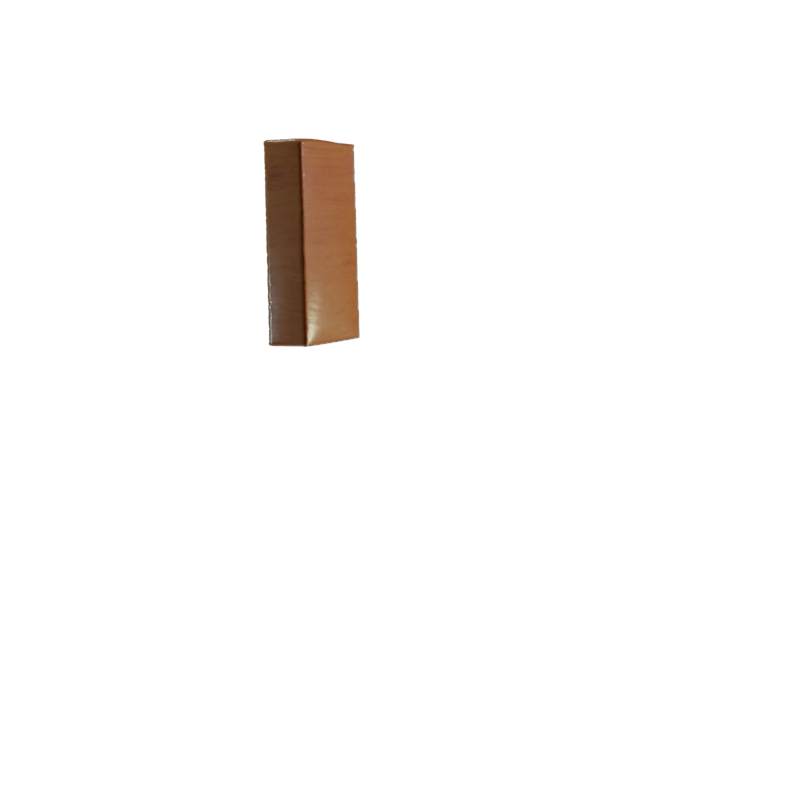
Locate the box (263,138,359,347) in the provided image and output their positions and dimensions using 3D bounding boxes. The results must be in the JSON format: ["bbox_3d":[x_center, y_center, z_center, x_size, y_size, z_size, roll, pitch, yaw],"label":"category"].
[{"bbox_3d":[-0.076,-0.139,0.970,0.050,0.175,0.091,1,3,29],"label":"box"}]
